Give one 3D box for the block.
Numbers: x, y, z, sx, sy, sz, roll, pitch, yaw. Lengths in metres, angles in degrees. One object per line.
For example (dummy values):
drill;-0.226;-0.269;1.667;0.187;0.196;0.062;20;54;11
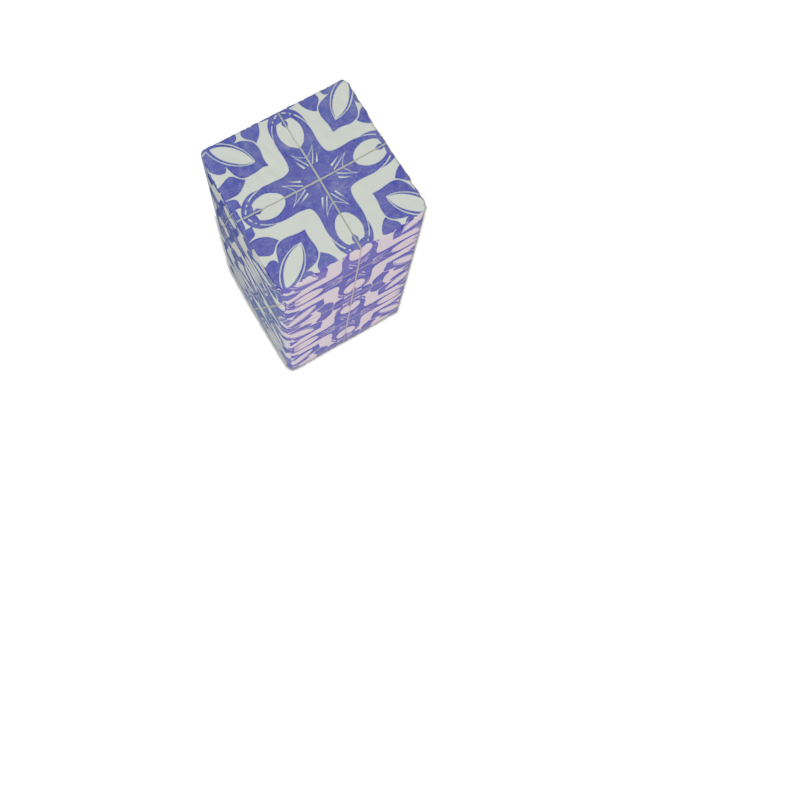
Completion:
block;-0.052;-0.095;0.670;0.091;0.093;0.199;-29;-9;-9
